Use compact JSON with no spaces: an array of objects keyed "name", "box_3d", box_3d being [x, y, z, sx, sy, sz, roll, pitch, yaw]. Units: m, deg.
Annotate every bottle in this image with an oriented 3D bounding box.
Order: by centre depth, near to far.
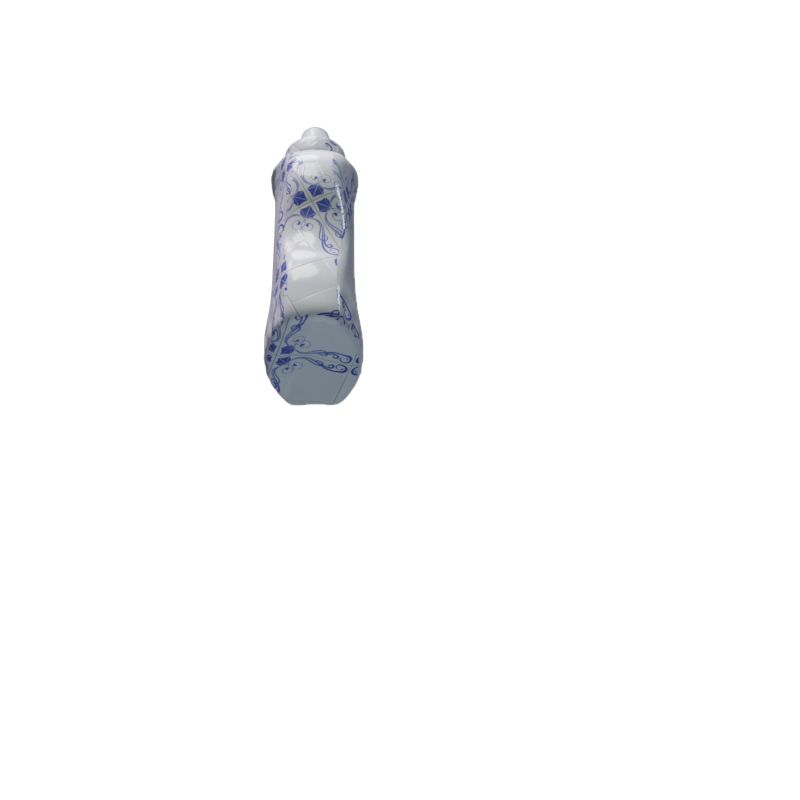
[{"name":"bottle","box_3d":[-0.054,-0.100,0.698,0.058,0.205,0.089,-2,-37,-1]}]
